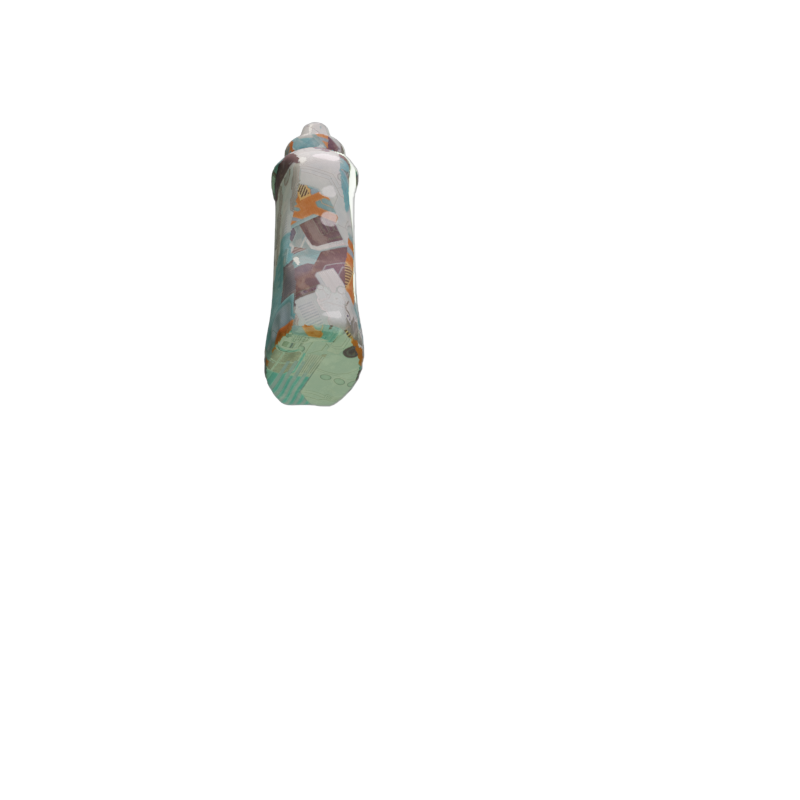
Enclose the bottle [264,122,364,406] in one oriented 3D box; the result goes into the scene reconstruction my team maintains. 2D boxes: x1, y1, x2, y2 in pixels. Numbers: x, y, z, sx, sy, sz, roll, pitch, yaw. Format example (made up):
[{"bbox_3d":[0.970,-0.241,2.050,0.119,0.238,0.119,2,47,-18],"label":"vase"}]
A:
[{"bbox_3d":[-0.054,-0.100,0.699,0.058,0.205,0.090,1,-34,-6],"label":"bottle"}]
